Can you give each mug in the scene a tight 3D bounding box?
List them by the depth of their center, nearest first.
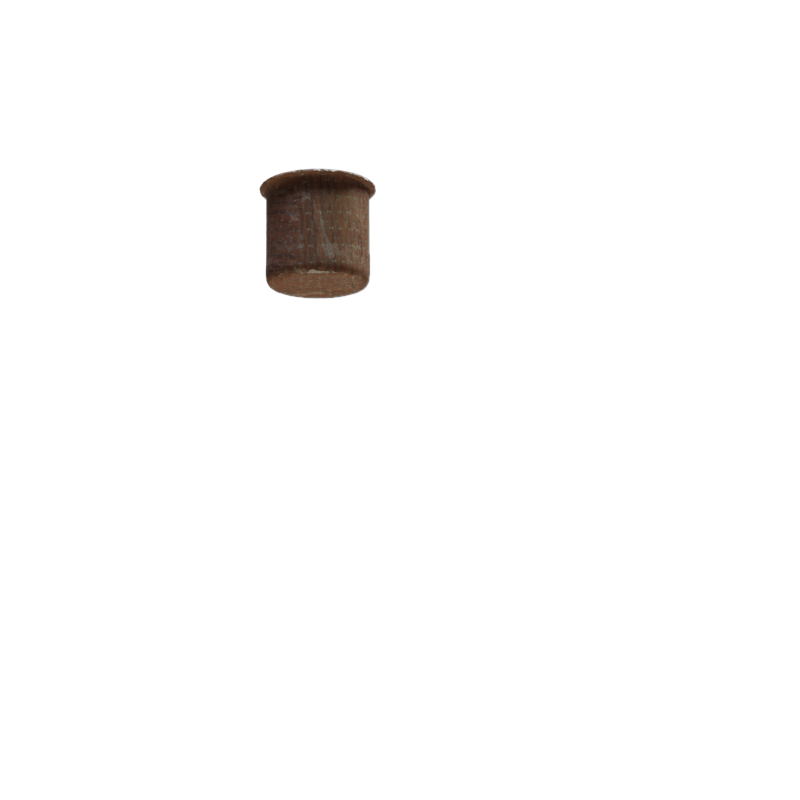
[{"bbox_3d":[-0.069,-0.126,0.885,0.091,0.085,0.116,4,-13,-20],"label":"mug"}]
